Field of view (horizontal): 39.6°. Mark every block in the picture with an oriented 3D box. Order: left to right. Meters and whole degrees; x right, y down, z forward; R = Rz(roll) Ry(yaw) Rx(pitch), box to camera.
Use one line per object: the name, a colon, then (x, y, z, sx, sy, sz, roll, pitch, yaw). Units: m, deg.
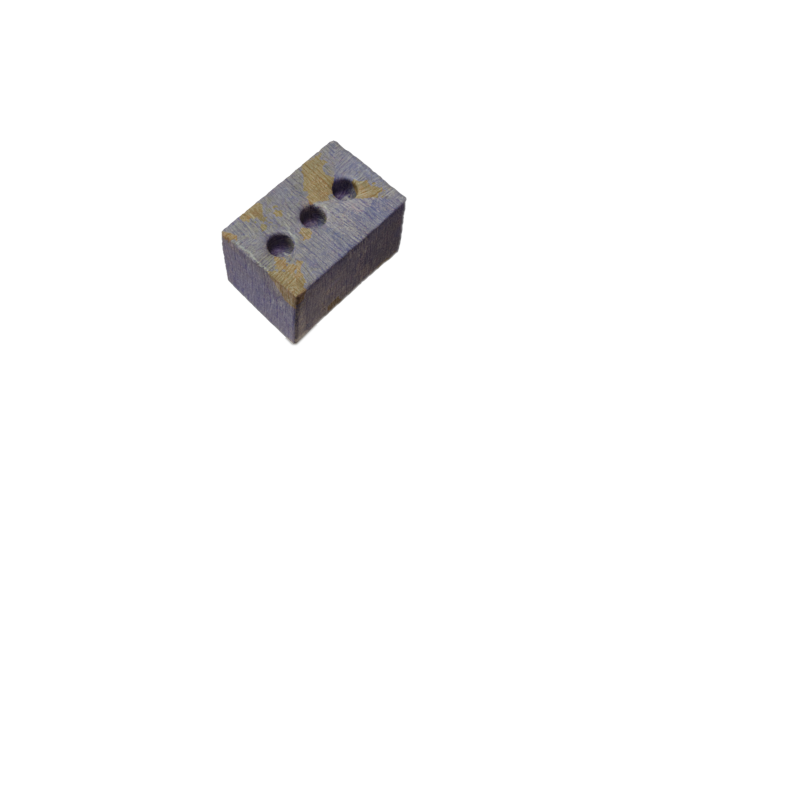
block: (-0.043, -0.078, 0.550, 0.055, 0.079, 0.048, 40, -20, 16)
